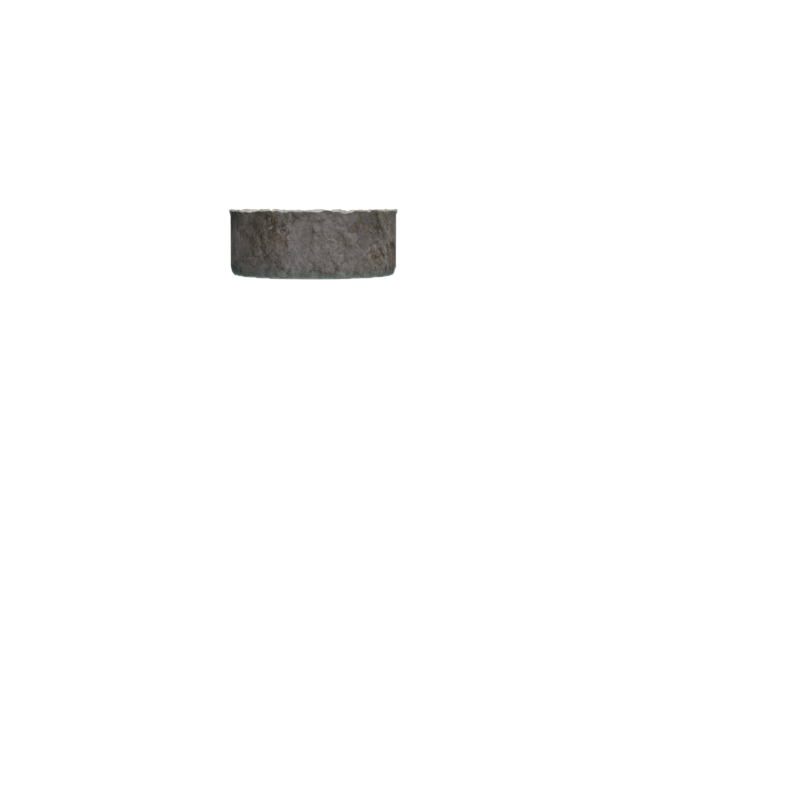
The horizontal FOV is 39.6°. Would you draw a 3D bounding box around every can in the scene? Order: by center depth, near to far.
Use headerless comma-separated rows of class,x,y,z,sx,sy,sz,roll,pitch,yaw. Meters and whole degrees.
can,-0.044,-0.081,0.565,0.086,0.033,0.087,0,9,-2
